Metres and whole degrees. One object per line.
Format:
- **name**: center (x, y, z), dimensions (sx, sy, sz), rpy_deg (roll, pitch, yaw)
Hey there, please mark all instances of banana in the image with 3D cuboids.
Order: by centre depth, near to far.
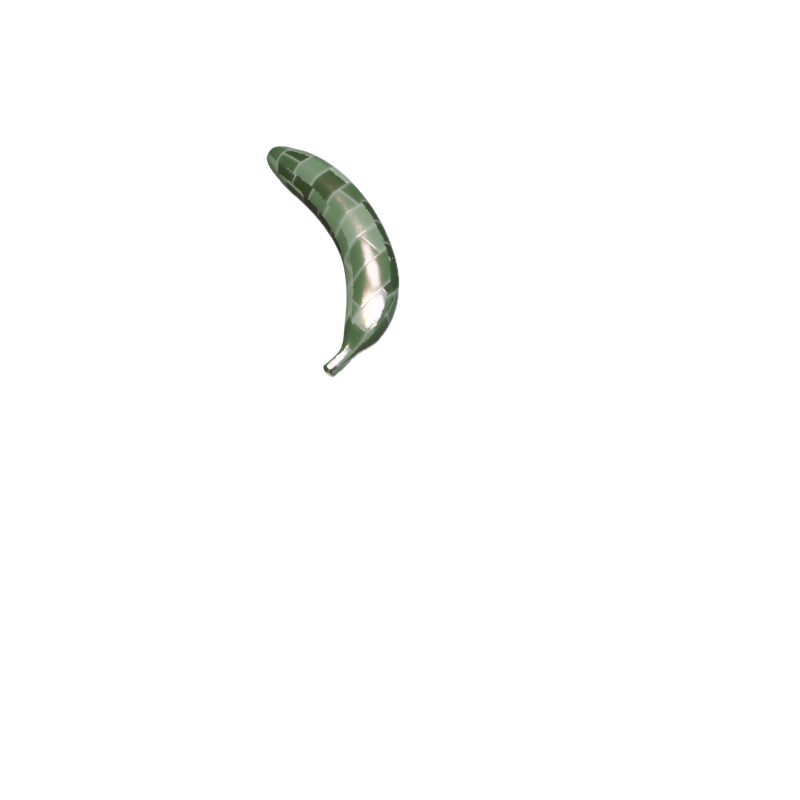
- **banana**: center (-0.043, -0.114, 0.795), dimensions (0.069, 0.213, 0.034), rpy_deg (-12, -32, -8)
